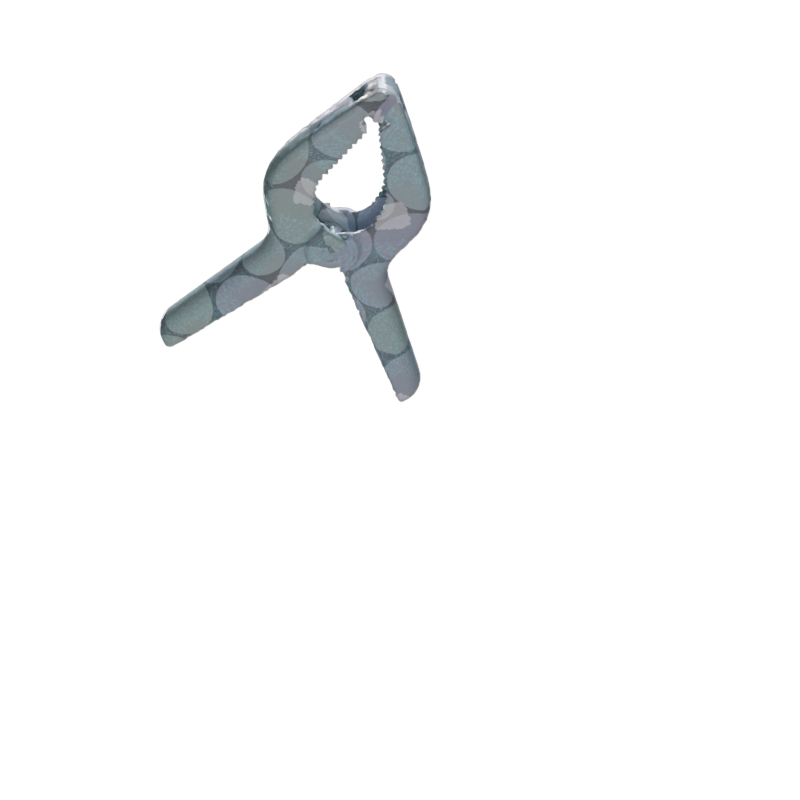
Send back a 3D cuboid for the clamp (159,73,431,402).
[{"bbox_3d":[-0.050,-0.091,0.641,0.163,0.198,0.039,9,35,-6],"label":"clamp"}]
